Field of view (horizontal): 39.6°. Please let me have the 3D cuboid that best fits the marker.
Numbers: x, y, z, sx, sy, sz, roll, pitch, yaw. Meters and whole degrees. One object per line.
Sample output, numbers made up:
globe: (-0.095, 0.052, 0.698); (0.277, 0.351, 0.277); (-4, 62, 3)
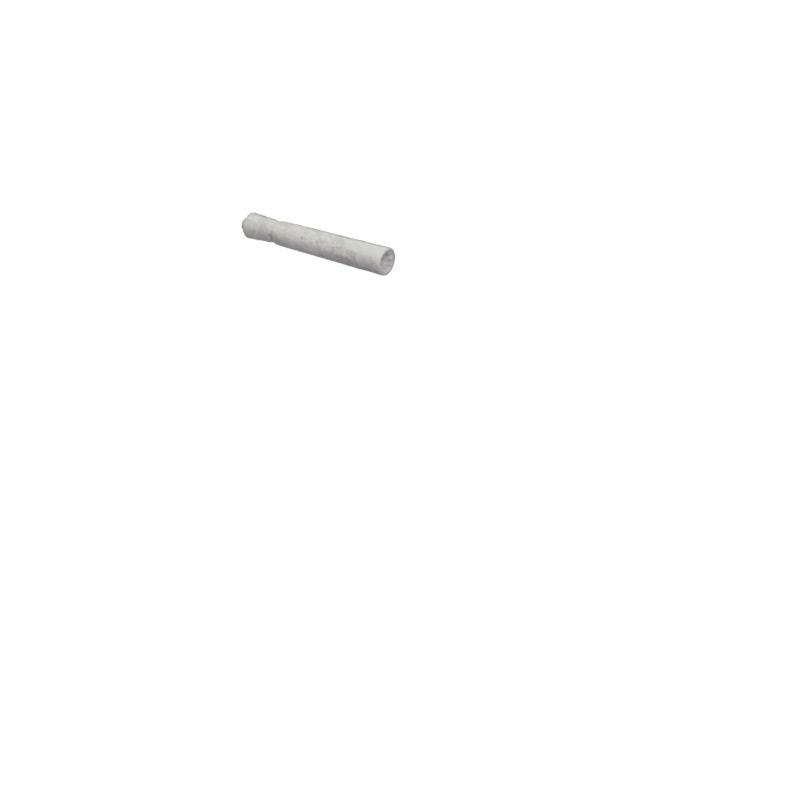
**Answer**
marker: (-0.058, -0.107, 0.746); (0.128, 0.019, 0.019); (19, 14, 33)
